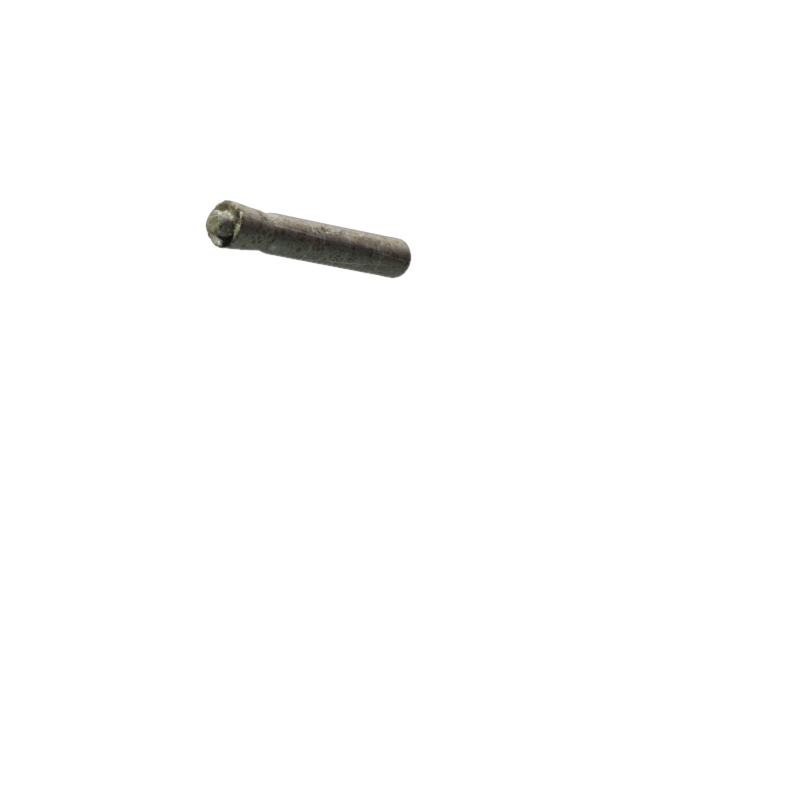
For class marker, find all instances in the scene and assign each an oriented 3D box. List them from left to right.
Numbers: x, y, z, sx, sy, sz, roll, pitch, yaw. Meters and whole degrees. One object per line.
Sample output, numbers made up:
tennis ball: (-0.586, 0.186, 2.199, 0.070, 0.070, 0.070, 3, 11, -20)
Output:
marker: (-0.037, -0.067, 0.467, 0.021, 0.020, 0.115, 3, 1, 37)
